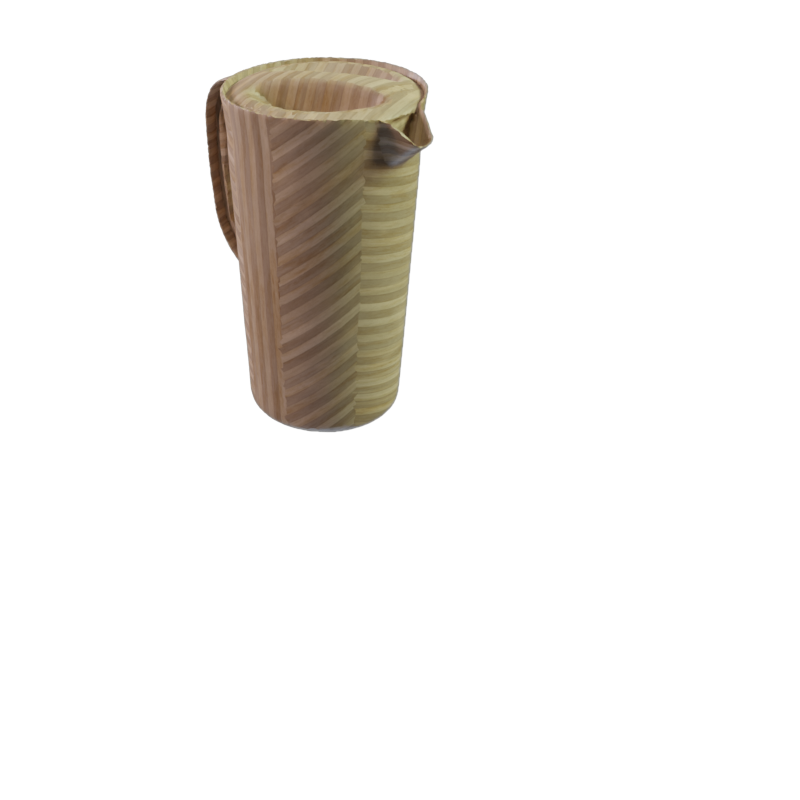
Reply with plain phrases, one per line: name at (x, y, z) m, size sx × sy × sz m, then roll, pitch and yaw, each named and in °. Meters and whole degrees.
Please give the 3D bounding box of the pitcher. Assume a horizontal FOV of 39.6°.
pitcher at (-0.060, -0.109, 0.764) m, size 0.144 × 0.229 × 0.159 m, roll -1°, pitch 29°, yaw -6°
